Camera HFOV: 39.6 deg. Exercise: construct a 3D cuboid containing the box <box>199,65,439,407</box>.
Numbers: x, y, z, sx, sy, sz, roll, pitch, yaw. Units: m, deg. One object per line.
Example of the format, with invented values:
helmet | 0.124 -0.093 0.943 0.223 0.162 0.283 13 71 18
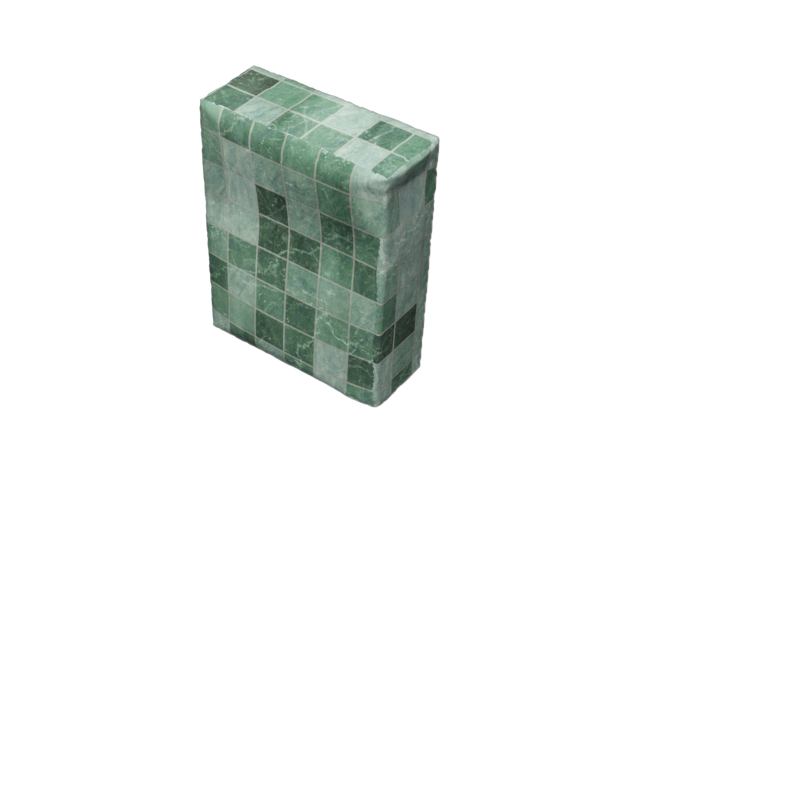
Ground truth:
box | -0.064 -0.116 0.815 0.173 0.199 0.073 28 47 25
